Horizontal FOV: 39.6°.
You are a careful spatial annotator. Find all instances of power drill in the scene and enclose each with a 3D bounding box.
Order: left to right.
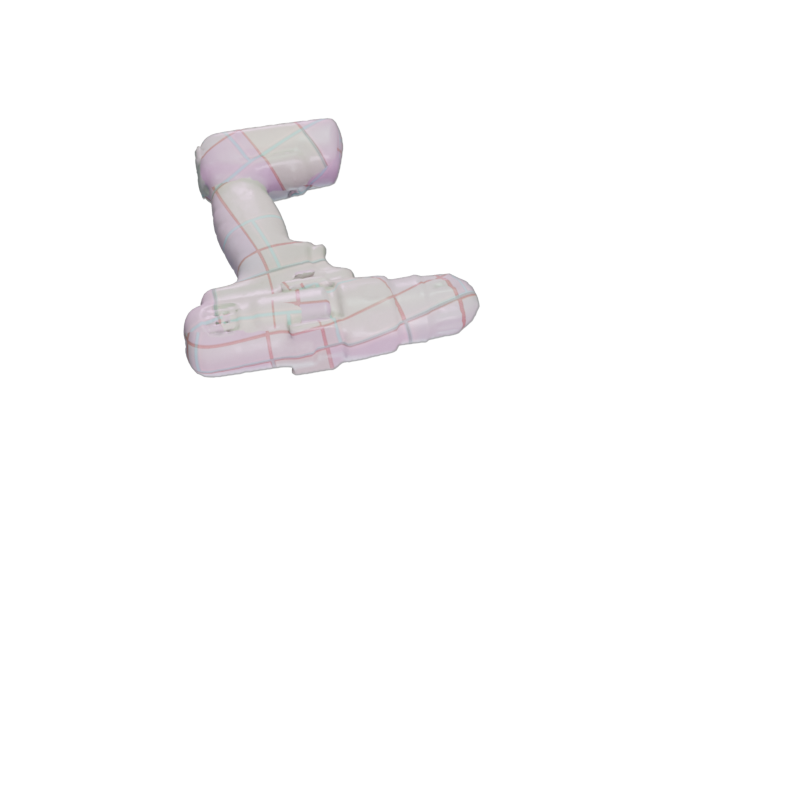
[{"bbox_3d":[-0.057,-0.105,0.732,0.183,0.203,0.053,-9,-39,-8],"label":"power drill"}]
